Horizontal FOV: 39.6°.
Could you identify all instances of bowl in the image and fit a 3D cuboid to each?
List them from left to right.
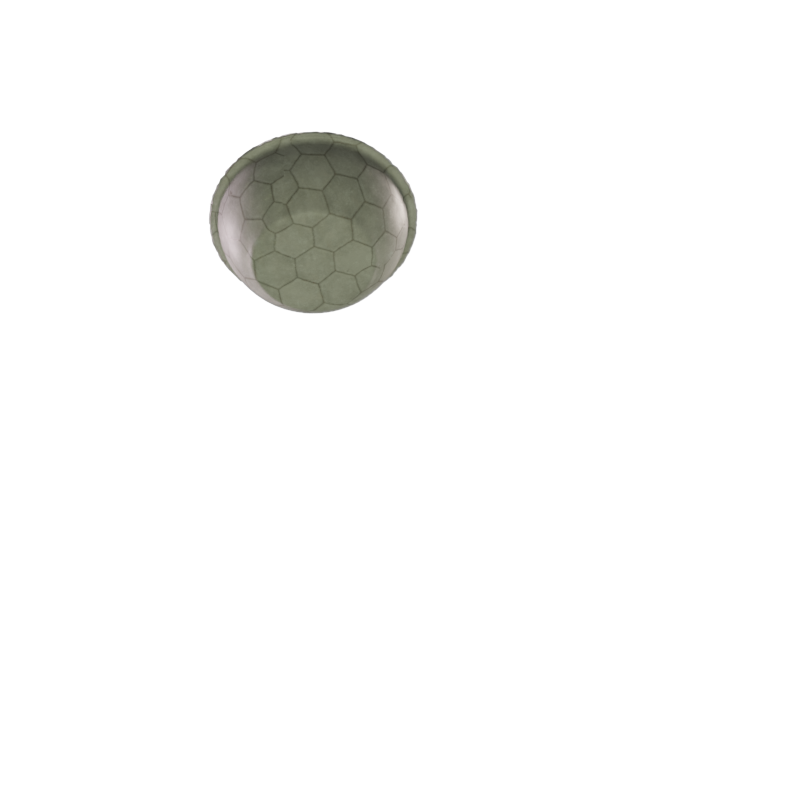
[{"bbox_3d":[-0.066,-0.120,0.838,0.162,0.151,0.059,1,38,-1],"label":"bowl"}]
